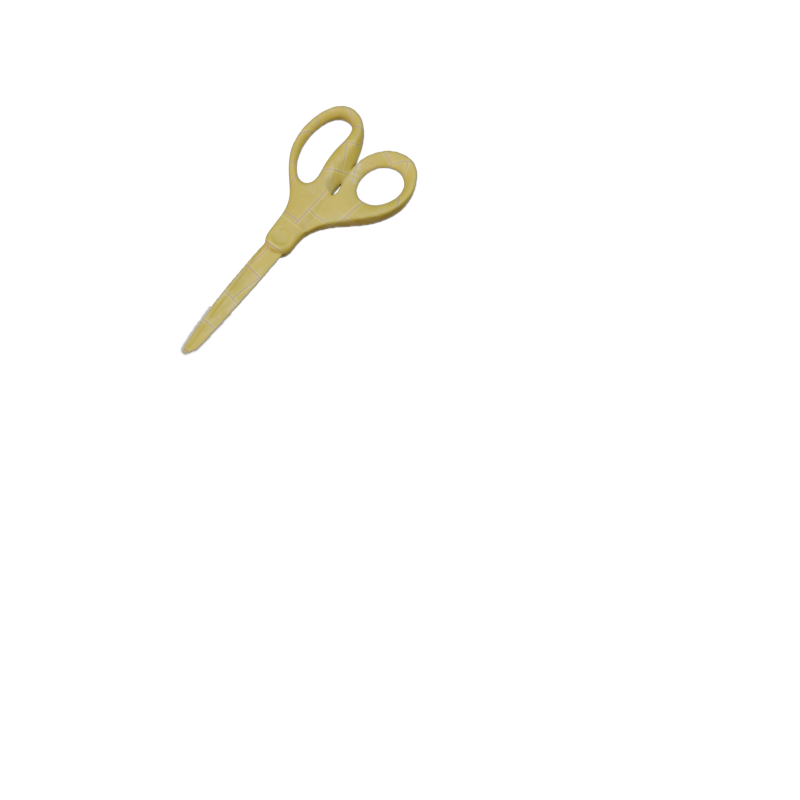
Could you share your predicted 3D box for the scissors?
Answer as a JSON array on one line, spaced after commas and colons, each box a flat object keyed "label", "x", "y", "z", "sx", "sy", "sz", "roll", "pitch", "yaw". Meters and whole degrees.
[{"label": "scissors", "x": -0.056, "y": -0.102, "z": 0.717, "sx": 0.098, "sy": 0.209, "sz": 0.015, "roll": 18, "pitch": -23, "yaw": 8}]
